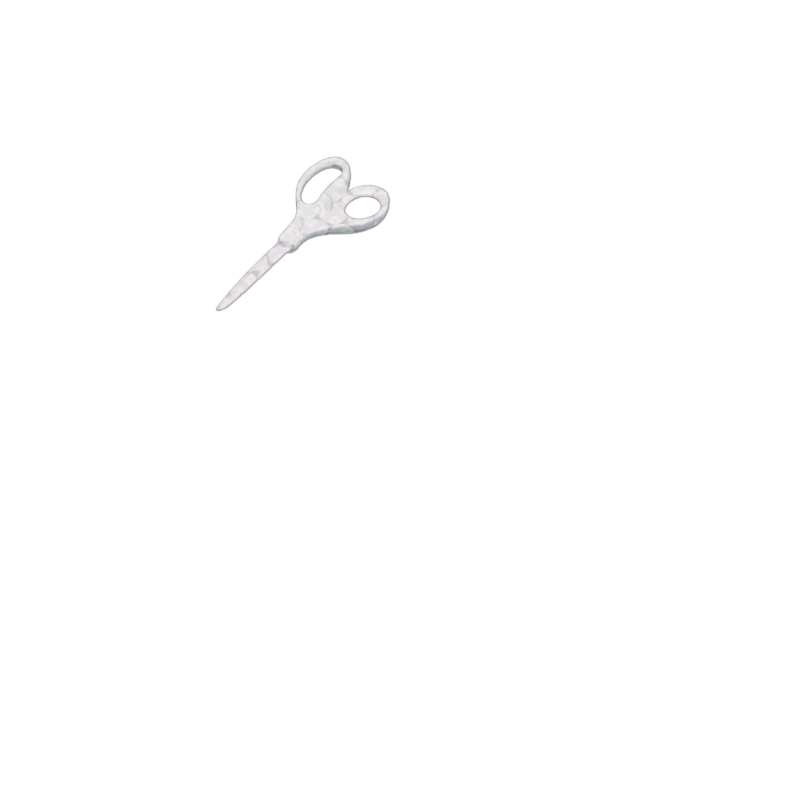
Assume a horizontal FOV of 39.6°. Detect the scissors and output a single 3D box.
[{"bbox_3d":[-0.076,-0.139,0.973,0.099,0.211,0.015,16,-36,11],"label":"scissors"}]
